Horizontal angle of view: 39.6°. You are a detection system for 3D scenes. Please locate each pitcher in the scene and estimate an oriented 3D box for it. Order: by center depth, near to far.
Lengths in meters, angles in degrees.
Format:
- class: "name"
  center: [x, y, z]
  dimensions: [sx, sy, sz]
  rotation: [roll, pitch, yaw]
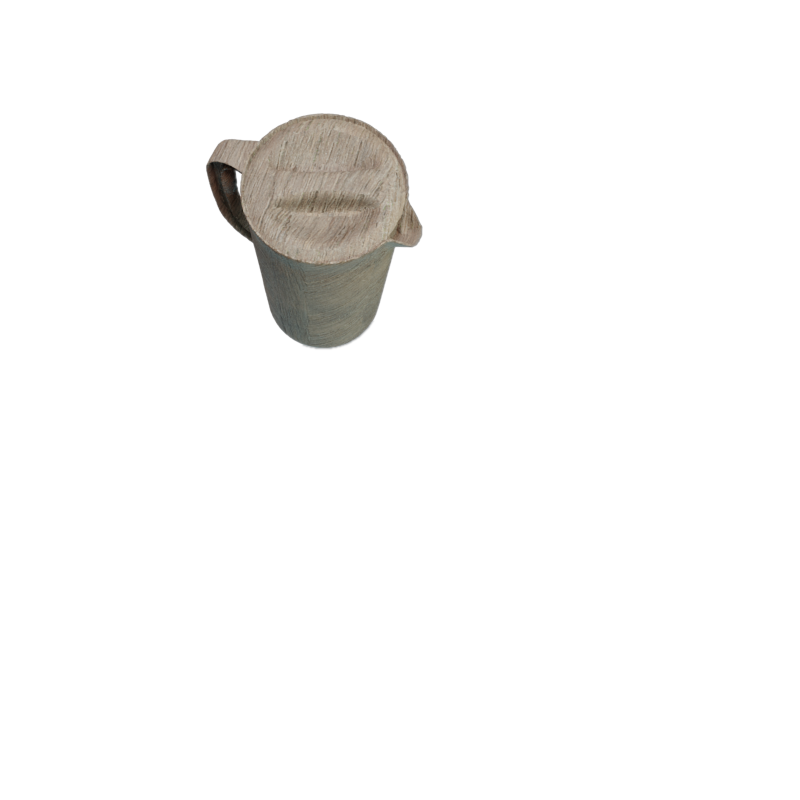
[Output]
- class: "pitcher"
  center: [-0.076, -0.139, 0.970]
  dimensions: [0.144, 0.157, 0.232]
  rotation: [-19, -18, -10]
